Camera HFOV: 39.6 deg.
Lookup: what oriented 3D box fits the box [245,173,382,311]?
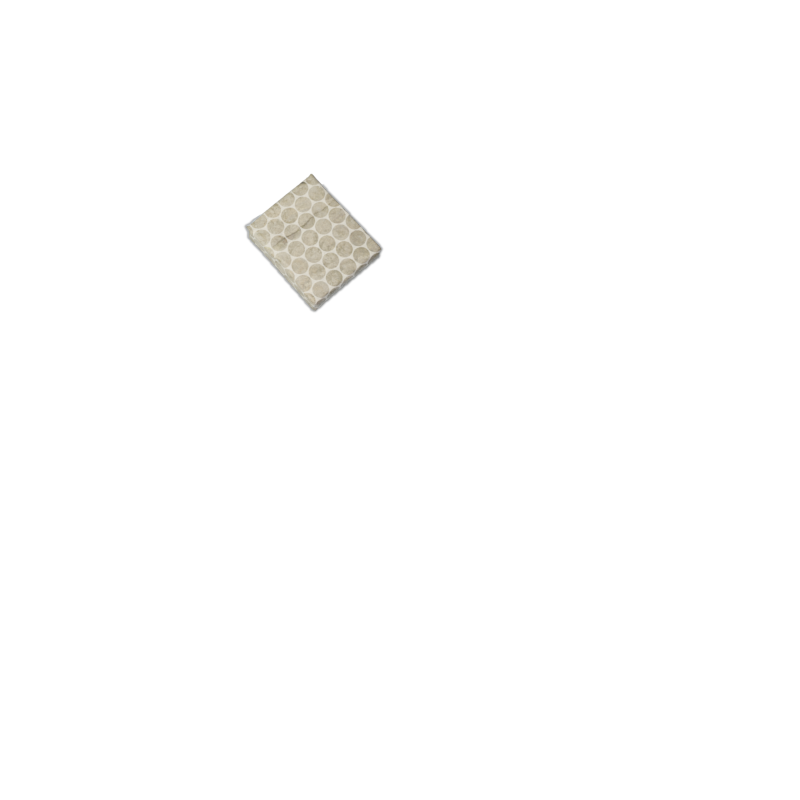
[{"bbox_3d":[-0.071,-0.130,0.910,0.073,0.092,0.029,-40,-12,-11],"label":"box"}]
